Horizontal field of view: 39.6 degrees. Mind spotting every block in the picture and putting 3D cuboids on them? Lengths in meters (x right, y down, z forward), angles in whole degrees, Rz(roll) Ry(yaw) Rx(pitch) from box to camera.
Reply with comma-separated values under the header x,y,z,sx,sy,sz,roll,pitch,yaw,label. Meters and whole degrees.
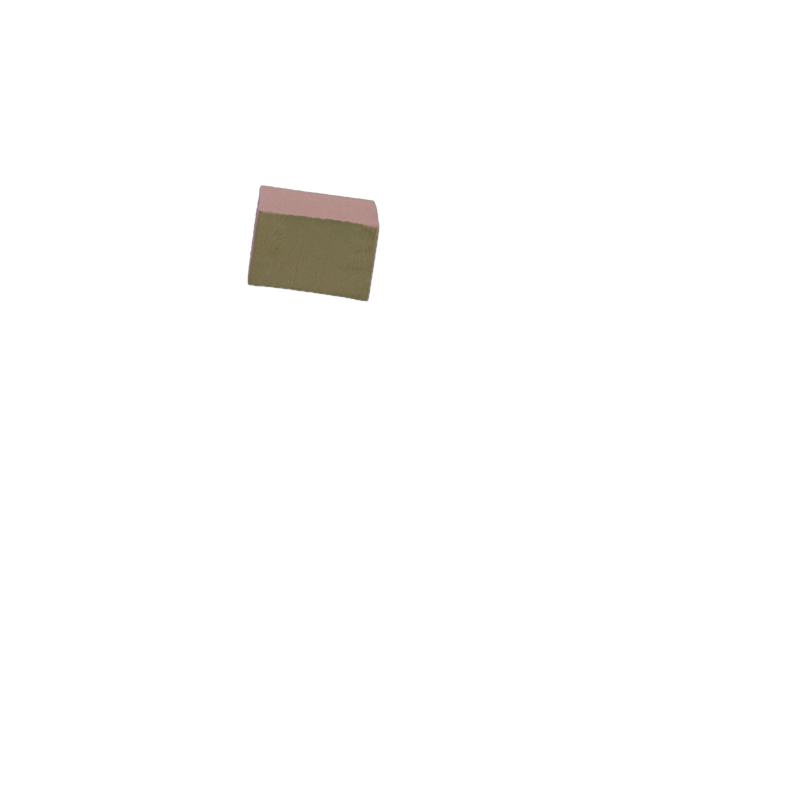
x,y,z,sx,sy,sz,roll,pitch,yaw,label
-0.055,-0.101,0.706,0.077,0.050,0.054,8,24,-5,block
